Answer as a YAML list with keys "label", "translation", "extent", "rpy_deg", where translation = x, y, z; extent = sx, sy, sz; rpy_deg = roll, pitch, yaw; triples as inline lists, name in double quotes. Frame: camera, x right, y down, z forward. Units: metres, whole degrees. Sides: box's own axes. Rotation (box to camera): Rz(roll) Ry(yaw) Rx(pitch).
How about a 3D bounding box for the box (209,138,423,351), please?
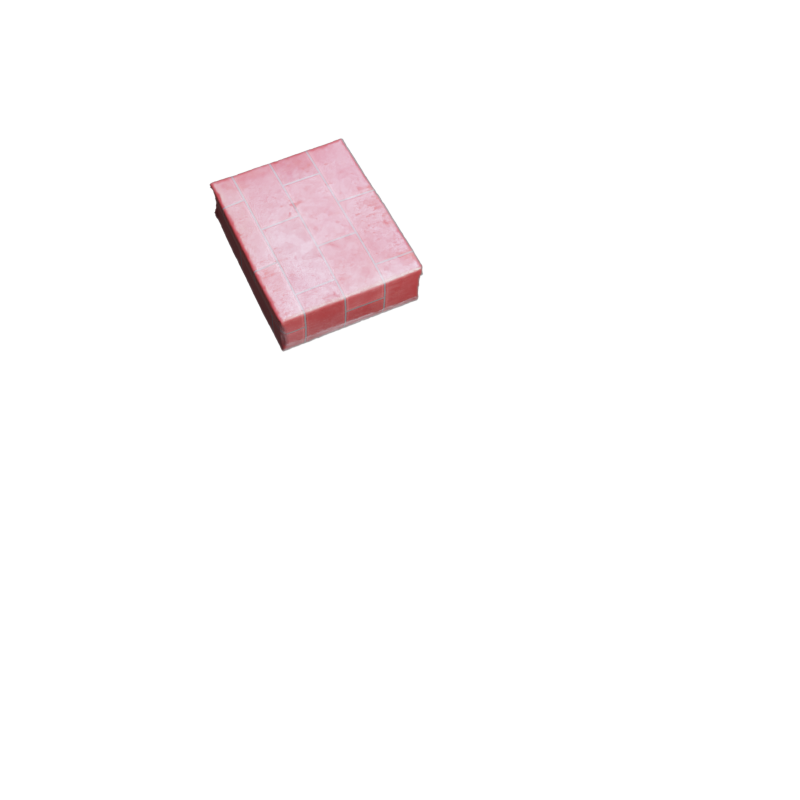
- label: "box"
  translation: [-0.052, -0.095, 0.662]
  extent: [0.089, 0.122, 0.036]
  rpy_deg: [-21, -33, -15]
